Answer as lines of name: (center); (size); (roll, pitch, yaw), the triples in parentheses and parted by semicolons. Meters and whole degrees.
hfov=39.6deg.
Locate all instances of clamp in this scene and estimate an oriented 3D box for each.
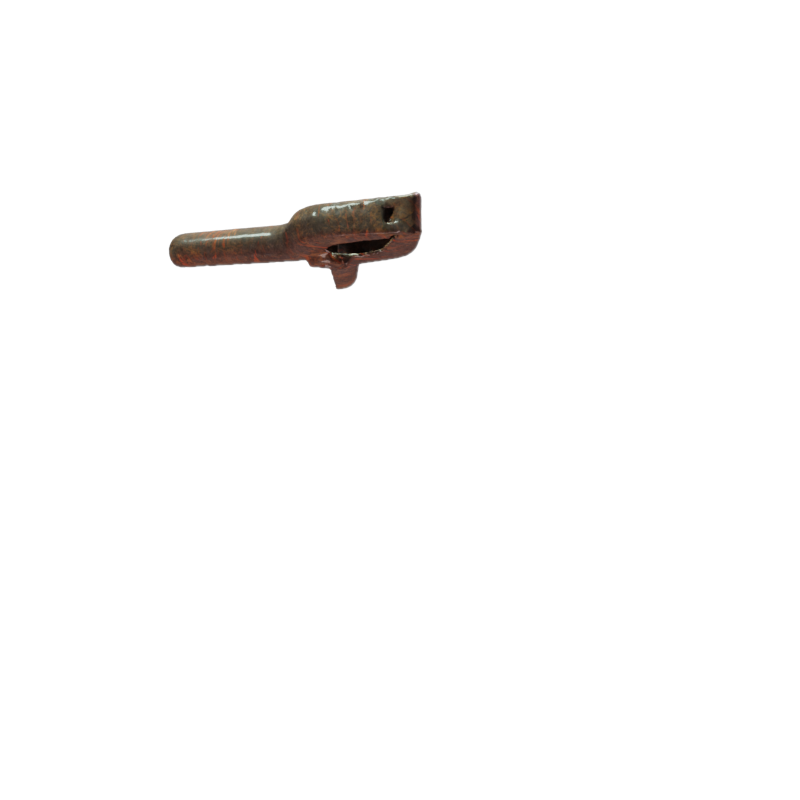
clamp: (-0.062, -0.114, 0.797); (0.159, 0.037, 0.213); (3, -6, -29)
